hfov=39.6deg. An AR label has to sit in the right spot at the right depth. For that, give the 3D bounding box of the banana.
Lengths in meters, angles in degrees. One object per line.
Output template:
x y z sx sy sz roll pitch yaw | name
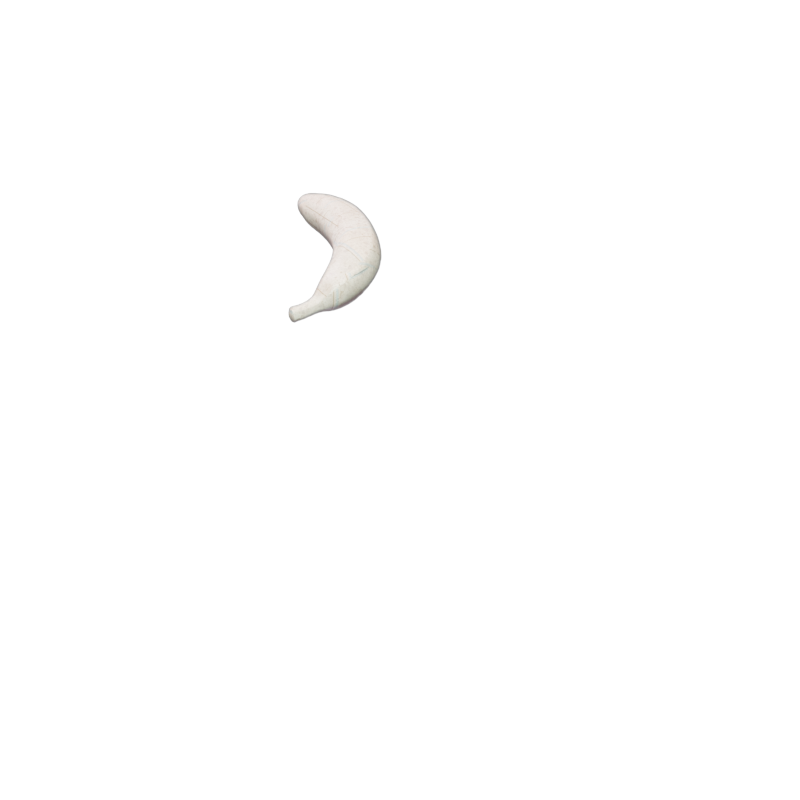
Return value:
-0.050 -0.123 0.877 0.069 0.035 0.210 -1 32 -2 | banana
